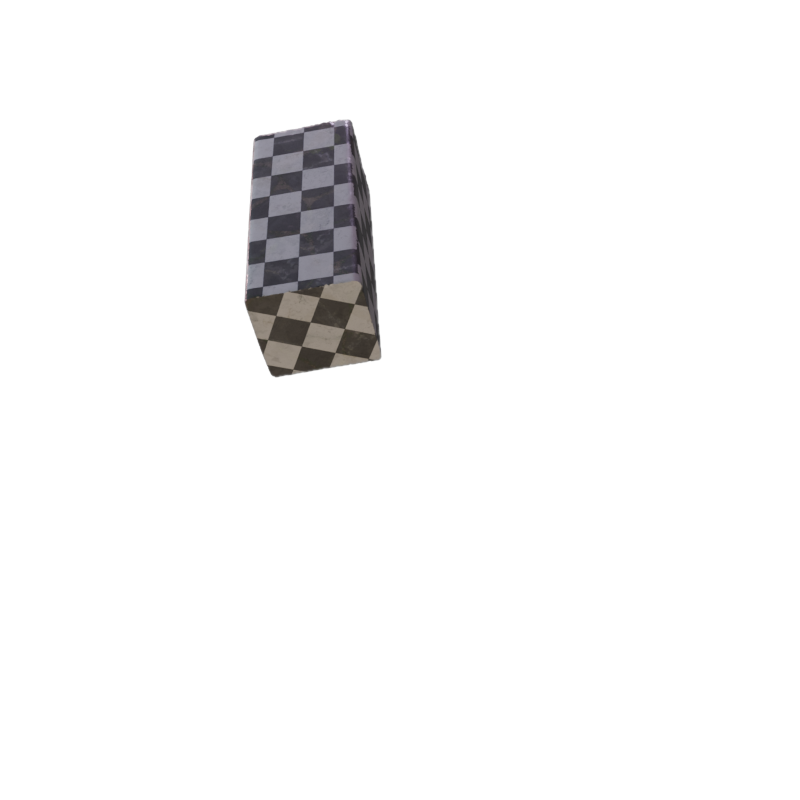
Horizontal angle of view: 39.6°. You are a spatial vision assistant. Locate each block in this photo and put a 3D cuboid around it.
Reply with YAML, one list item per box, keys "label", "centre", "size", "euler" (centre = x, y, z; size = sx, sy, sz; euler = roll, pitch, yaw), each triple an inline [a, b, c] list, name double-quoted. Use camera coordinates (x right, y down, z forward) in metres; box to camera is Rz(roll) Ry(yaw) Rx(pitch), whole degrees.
- label: "block"
  centre: [-0.072, -0.131, 0.915]
  size: [0.091, 0.221, 0.083]
  euler: [-10, -45, 6]
